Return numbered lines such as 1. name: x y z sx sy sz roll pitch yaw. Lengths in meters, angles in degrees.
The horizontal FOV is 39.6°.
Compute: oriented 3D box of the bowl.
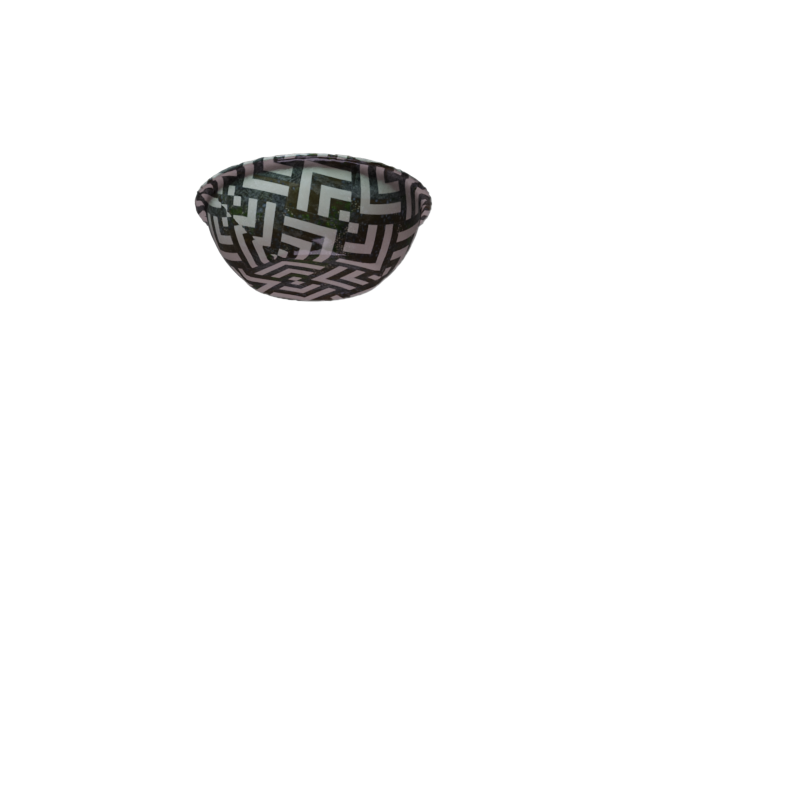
1. bowl: -0.058 -0.106 0.745 0.162 0.058 0.155 0 -16 -2
